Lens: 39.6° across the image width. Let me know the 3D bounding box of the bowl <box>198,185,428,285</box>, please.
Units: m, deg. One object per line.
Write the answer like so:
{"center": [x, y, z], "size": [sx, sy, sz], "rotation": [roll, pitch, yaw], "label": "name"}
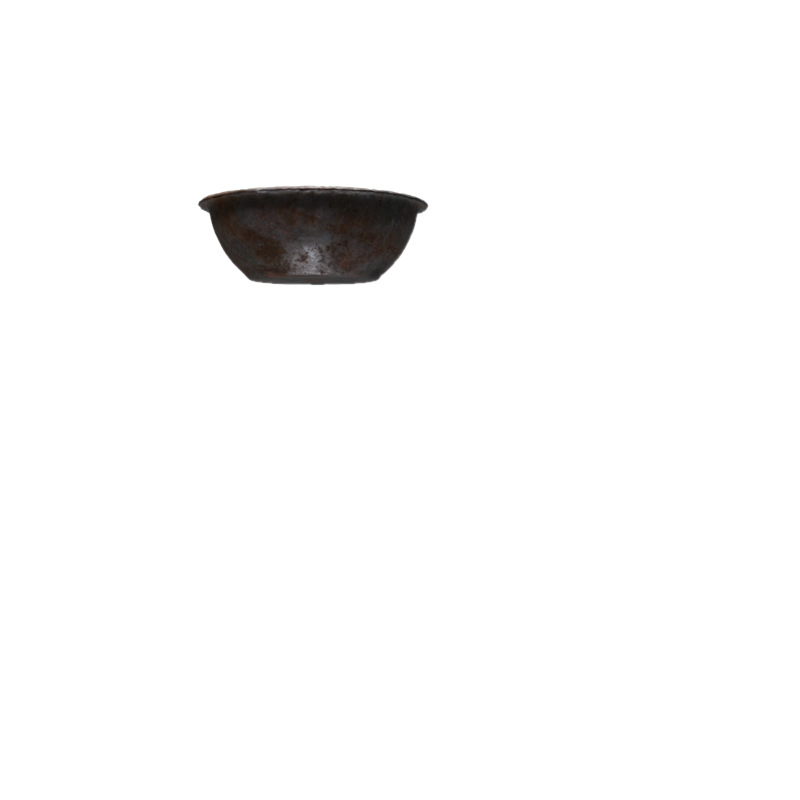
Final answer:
{"center": [-0.061, -0.111, 0.780], "size": [0.162, 0.055, 0.161], "rotation": [0, 1, -2], "label": "bowl"}
